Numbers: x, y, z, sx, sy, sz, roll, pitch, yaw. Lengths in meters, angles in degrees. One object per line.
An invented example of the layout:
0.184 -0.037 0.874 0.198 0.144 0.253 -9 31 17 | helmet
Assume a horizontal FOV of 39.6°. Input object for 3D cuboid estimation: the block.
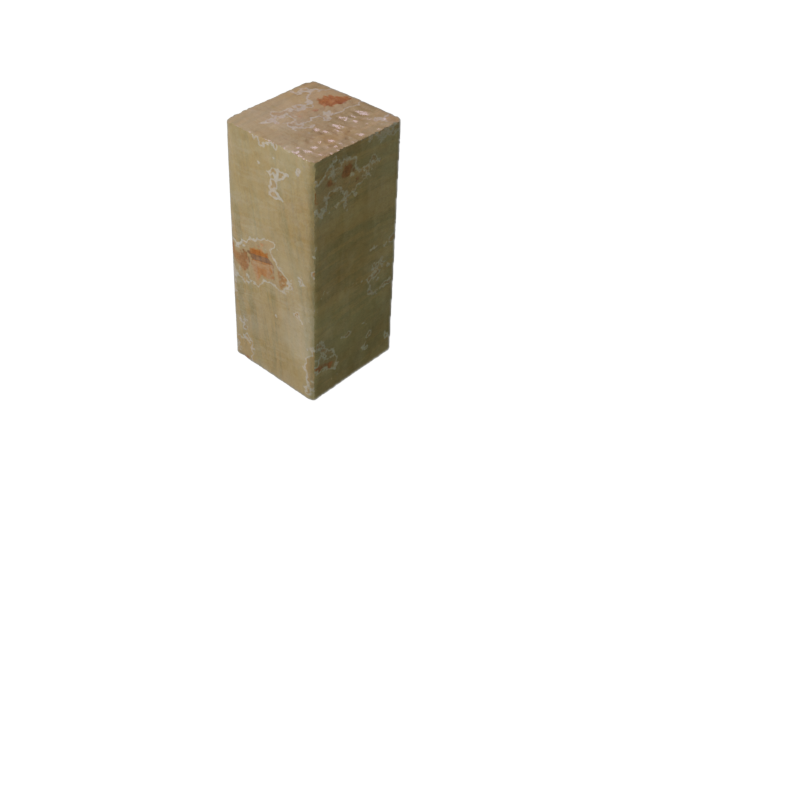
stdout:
-0.065 -0.118 0.825 0.096 0.193 0.091 30 45 31 | block
